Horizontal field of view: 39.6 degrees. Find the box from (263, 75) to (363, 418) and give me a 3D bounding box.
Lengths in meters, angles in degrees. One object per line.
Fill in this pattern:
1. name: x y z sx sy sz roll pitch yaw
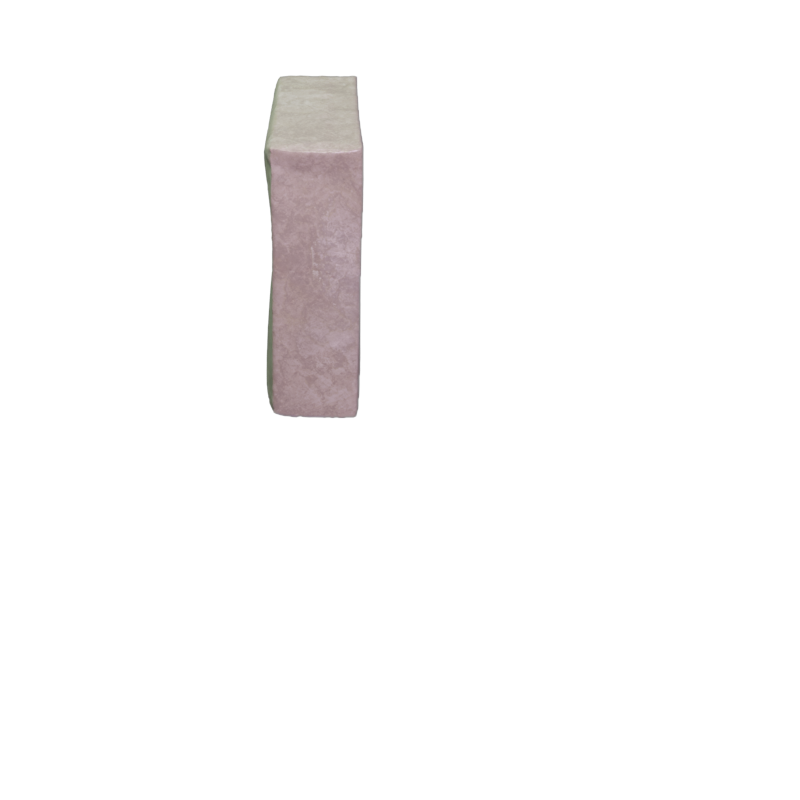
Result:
1. box: -0.066 -0.120 0.838 0.072 0.202 0.174 0 29 -4
